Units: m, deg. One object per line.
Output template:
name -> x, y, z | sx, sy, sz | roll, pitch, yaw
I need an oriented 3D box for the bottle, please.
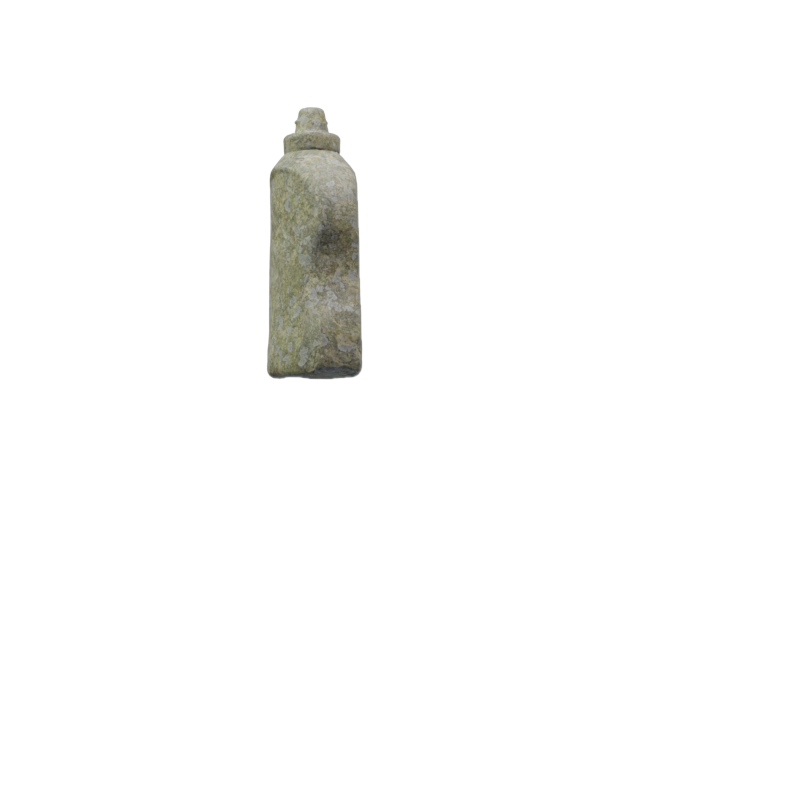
bottle -> -0.062, -0.112, 0.784 | 0.057, 0.195, 0.097 | 3, -8, -23
